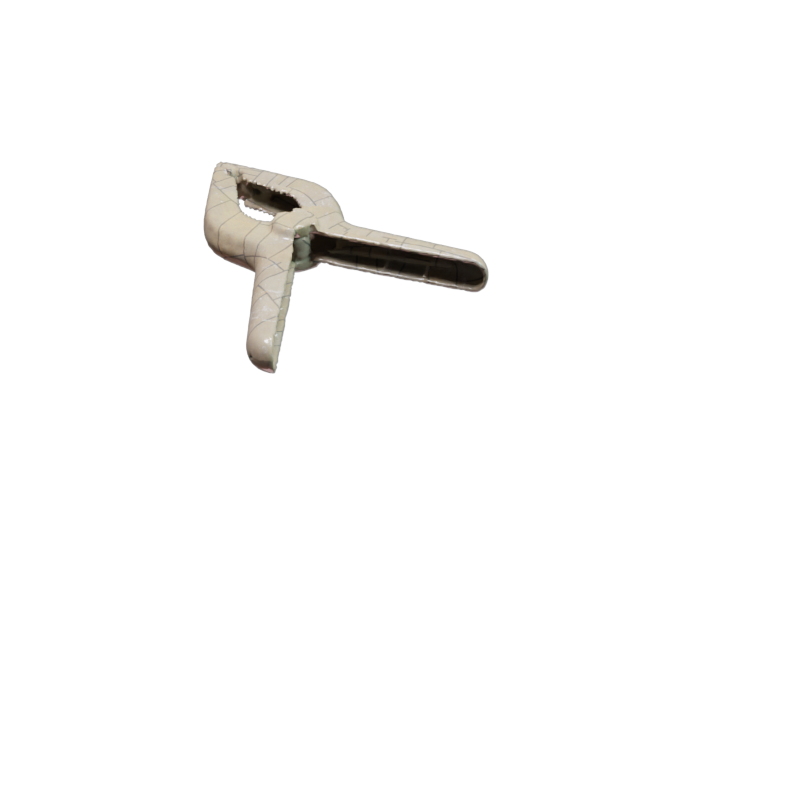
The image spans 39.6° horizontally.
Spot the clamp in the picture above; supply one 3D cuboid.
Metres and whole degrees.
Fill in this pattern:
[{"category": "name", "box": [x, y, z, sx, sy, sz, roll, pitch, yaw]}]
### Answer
[{"category": "clamp", "box": [-0.056, -0.103, 0.719, 0.162, 0.034, 0.227, -17, 40, -21]}]
